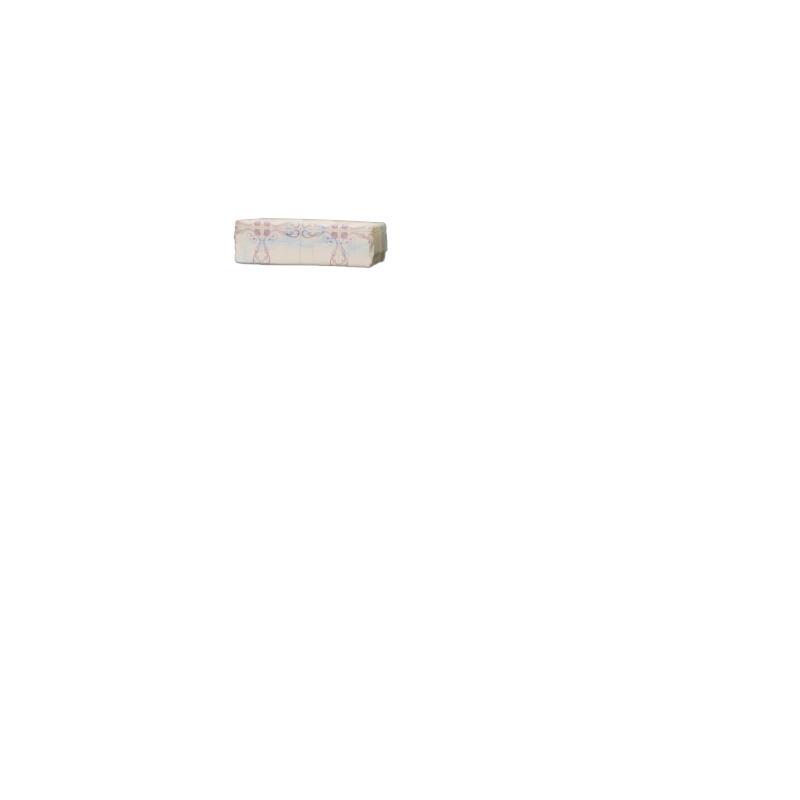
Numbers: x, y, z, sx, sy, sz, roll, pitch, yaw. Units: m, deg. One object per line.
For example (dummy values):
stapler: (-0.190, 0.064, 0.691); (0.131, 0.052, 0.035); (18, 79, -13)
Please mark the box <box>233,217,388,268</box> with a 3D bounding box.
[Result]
box: (-0.071, -0.130, 0.908); (0.115, 0.038, 0.090); (1, 8, 8)
